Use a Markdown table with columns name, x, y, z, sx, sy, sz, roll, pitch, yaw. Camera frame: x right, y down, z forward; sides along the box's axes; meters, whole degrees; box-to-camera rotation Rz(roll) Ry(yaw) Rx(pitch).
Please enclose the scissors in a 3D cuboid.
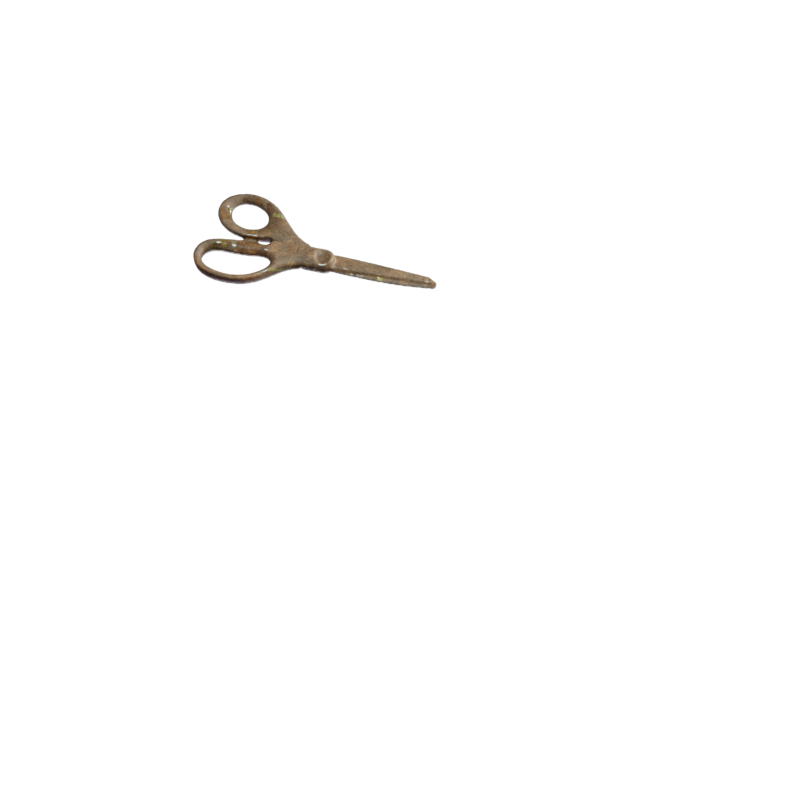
| name | x | y | z | sx | sy | sz | roll | pitch | yaw |
| --- | --- | --- | --- | --- | --- | --- | --- | --- | --- |
| scissors | -0.074 | -0.134 | 0.941 | 0.201 | 0.103 | 0.015 | -1 | -31 | -1 |
